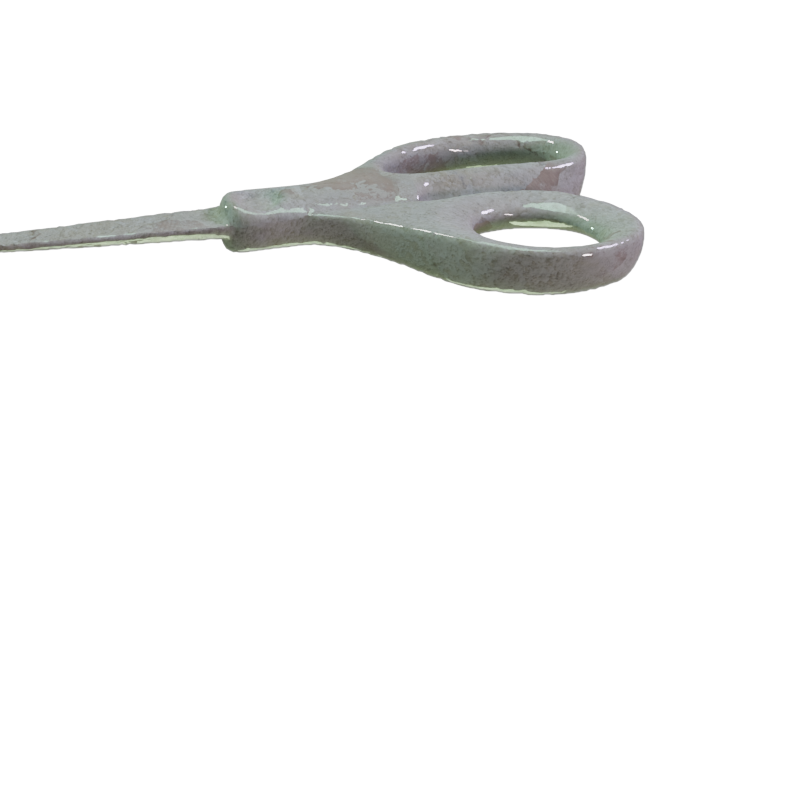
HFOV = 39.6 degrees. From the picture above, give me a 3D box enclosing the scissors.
[{"bbox_3d":[-0.023,-0.042,0.294,0.199,0.015,0.104,-17,36,-26],"label":"scissors"}]
